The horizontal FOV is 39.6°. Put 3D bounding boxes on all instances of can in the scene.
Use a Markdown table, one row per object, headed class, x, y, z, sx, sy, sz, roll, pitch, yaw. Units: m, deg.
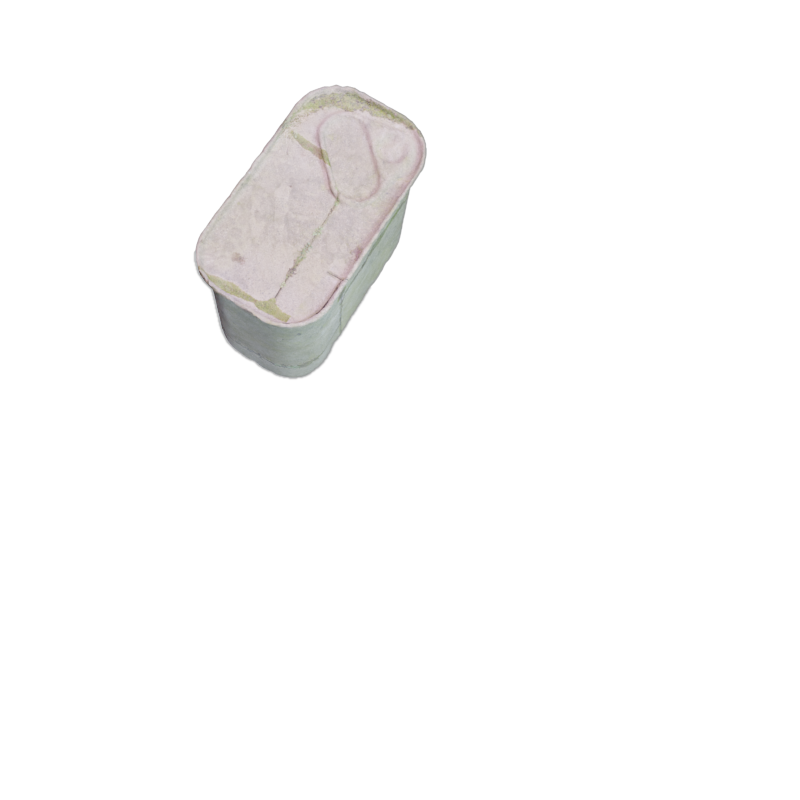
| class | x | y | z | sx | sy | sz | roll | pitch | yaw |
| --- | --- | --- | --- | --- | --- | --- | --- | --- | --- |
| can | -0.036 | -0.066 | 0.462 | 0.059 | 0.104 | 0.080 | 30 | -17 | 7 |
